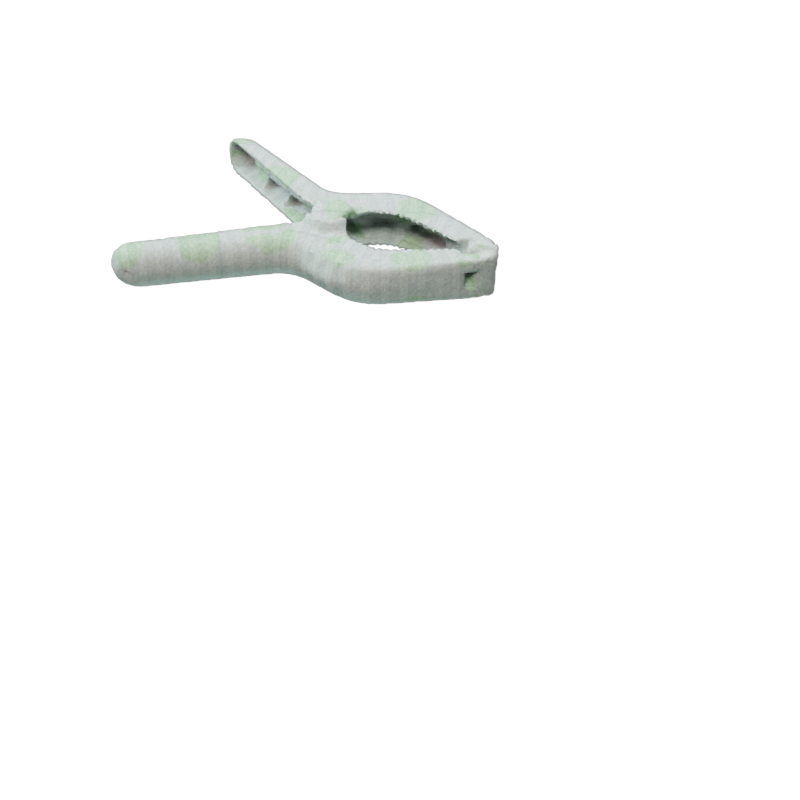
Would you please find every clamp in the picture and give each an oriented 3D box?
[{"bbox_3d":[-0.051,-0.092,0.646,0.219,0.034,0.169,18,41,22],"label":"clamp"}]
